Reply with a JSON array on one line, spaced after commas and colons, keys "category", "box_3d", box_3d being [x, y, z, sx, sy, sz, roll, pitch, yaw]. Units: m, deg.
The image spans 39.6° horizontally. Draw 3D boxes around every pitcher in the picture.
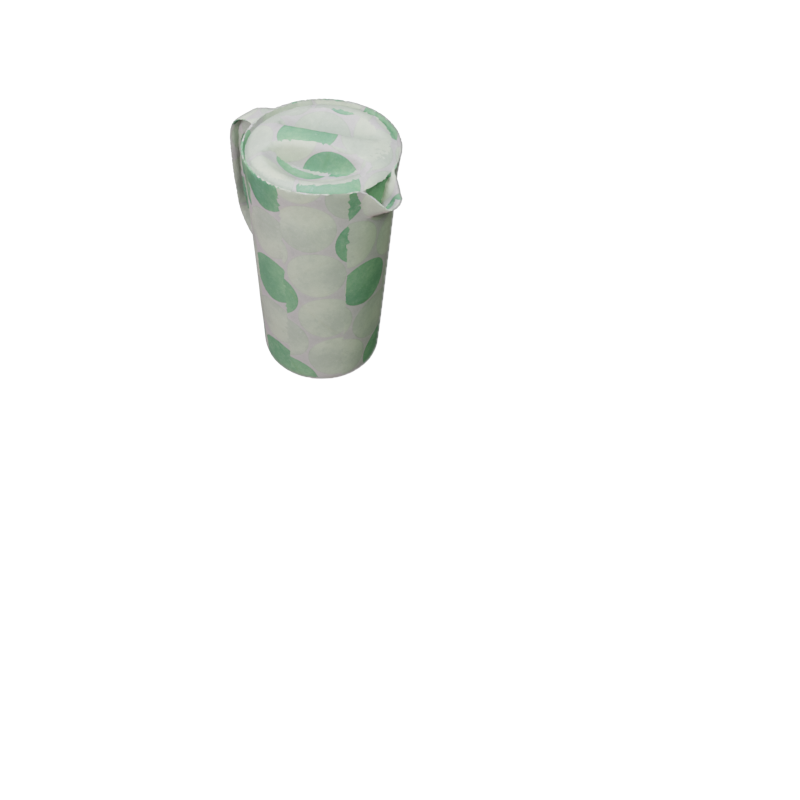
[{"category": "pitcher", "box_3d": [-0.078, -0.141, 0.990, 0.144, 0.160, 0.226, -1, -44, -4]}]
